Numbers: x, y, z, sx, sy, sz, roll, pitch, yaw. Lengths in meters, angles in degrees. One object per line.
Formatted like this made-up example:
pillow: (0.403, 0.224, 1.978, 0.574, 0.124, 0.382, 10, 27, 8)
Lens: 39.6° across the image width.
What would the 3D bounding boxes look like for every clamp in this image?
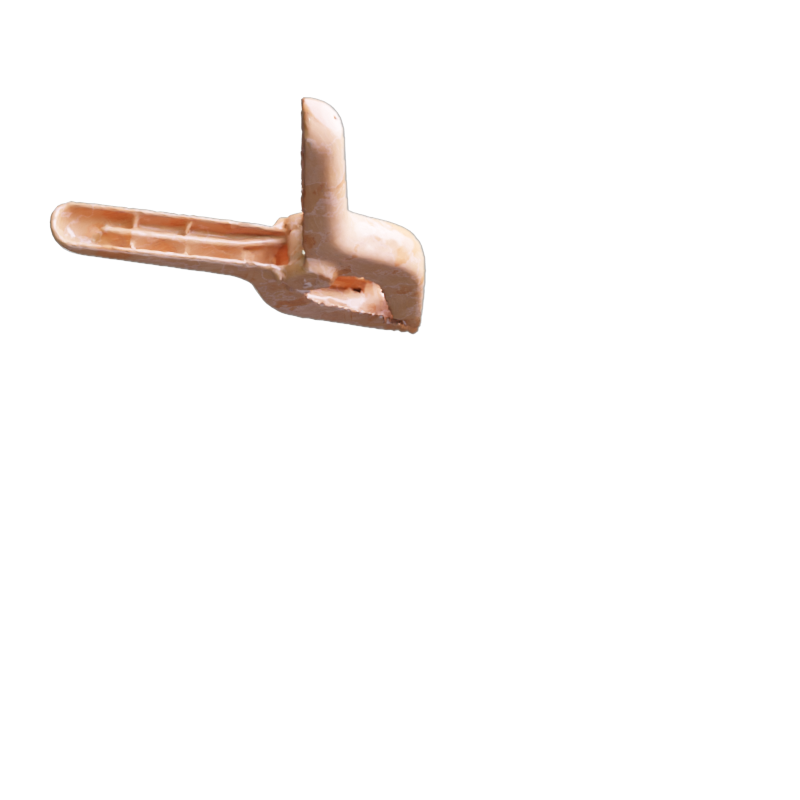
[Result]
clamp: (-0.043, -0.079, 0.555, 0.166, 0.038, 0.197, -17, -26, 39)
